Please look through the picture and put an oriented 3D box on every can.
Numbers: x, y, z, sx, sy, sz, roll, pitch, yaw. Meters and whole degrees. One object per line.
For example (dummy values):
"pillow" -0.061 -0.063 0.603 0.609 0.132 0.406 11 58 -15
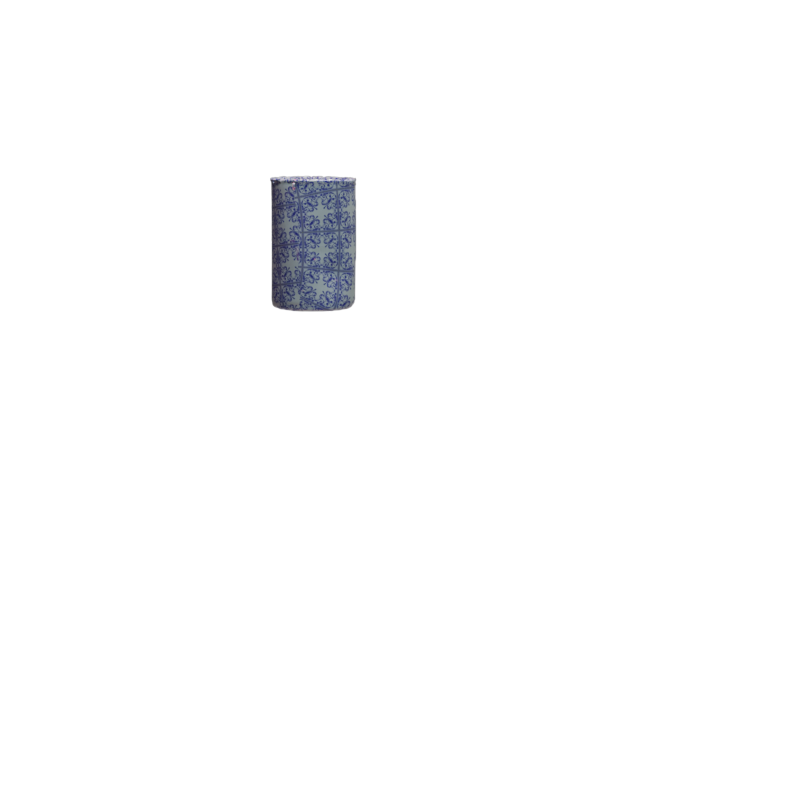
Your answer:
"can" -0.069 -0.125 0.878 0.068 0.101 0.070 0 8 -2
